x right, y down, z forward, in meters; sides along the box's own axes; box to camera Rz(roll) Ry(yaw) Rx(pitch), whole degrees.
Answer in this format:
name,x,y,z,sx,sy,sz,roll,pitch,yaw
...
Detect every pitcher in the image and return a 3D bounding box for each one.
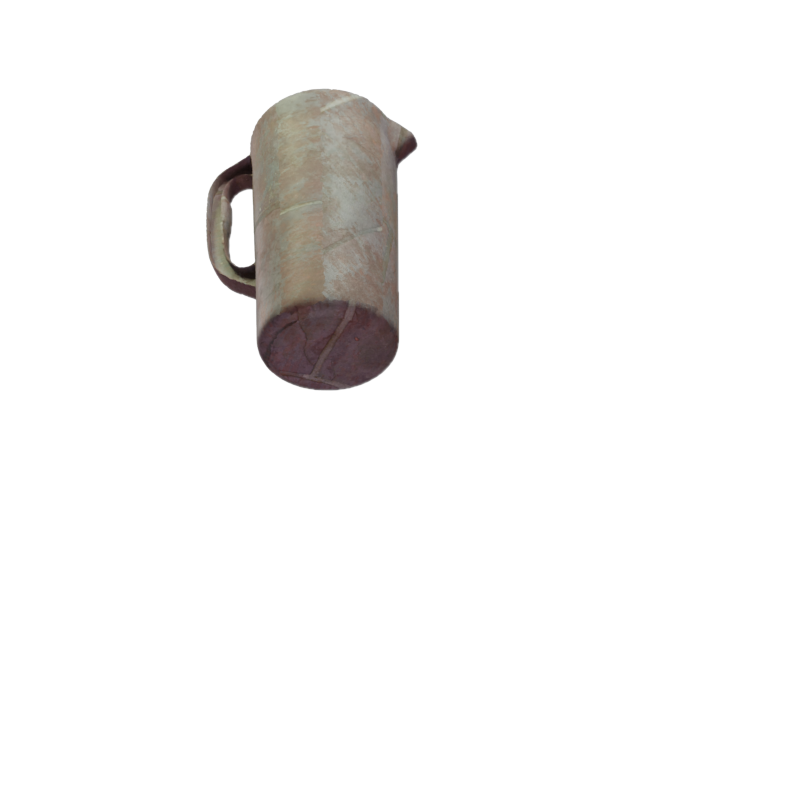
name,x,y,z,sx,sy,sz,roll,pitch,yaw
pitcher,-0.072,-0.131,0.916,0.139,0.261,0.145,21,-46,-25
